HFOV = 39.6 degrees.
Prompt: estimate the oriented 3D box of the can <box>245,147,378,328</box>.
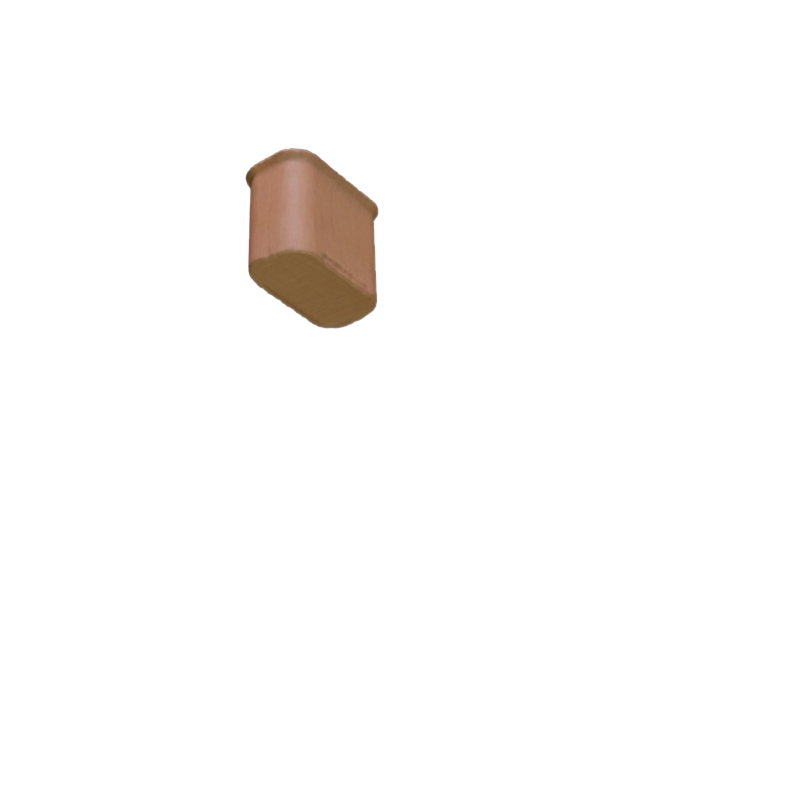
[{"bbox_3d":[-0.059,-0.108,0.755,0.058,0.090,0.095,-24,-39,30],"label":"can"}]
